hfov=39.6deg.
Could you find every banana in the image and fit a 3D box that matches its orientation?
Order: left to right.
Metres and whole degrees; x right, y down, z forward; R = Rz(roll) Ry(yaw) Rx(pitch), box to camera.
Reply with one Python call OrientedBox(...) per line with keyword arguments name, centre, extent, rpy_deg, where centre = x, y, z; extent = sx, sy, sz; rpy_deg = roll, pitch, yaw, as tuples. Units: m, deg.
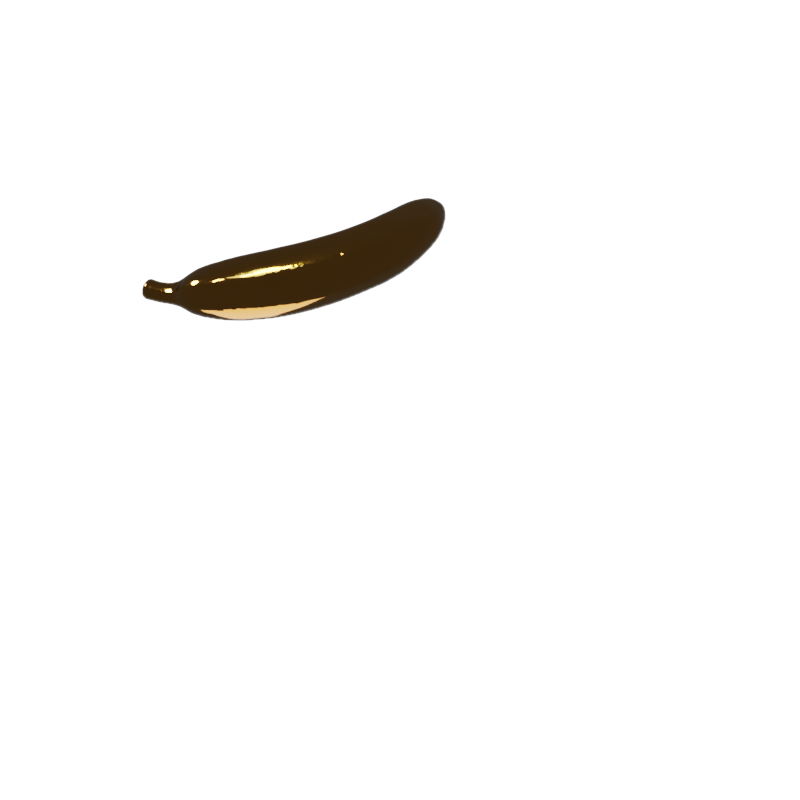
OrientedBox(name="banana", centre=(-0.045, -0.082, 0.636), extent=(0.195, 0.034, 0.075), rpy_deg=(-18, 38, -24))
